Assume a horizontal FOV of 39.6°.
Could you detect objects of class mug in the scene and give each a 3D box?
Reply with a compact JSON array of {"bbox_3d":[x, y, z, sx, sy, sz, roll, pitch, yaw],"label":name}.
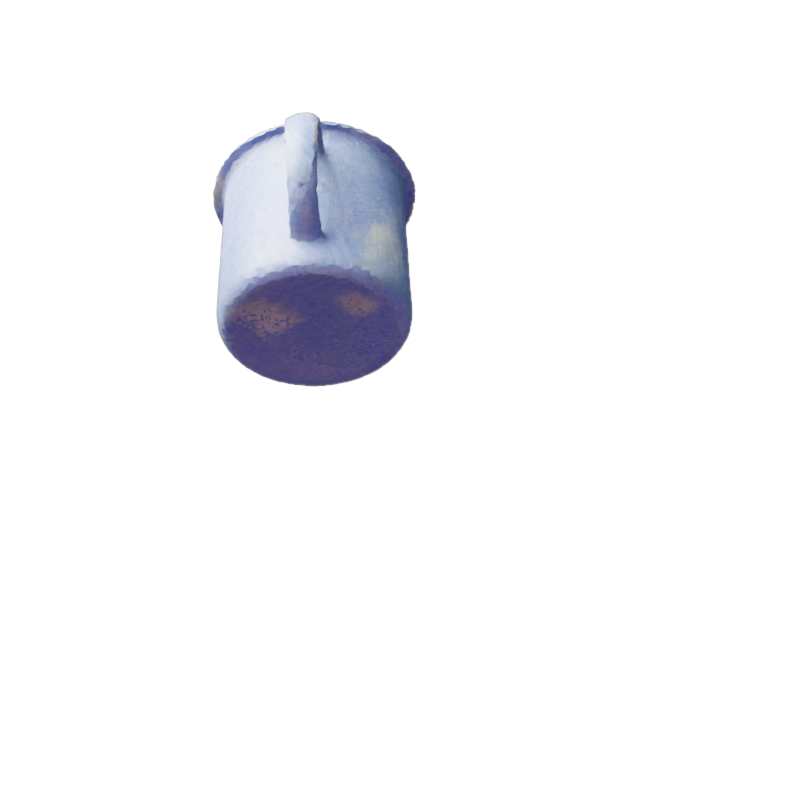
[{"bbox_3d":[-0.037,-0.068,0.475,0.093,0.087,0.109,-1,-41,-1],"label":"mug"}]
